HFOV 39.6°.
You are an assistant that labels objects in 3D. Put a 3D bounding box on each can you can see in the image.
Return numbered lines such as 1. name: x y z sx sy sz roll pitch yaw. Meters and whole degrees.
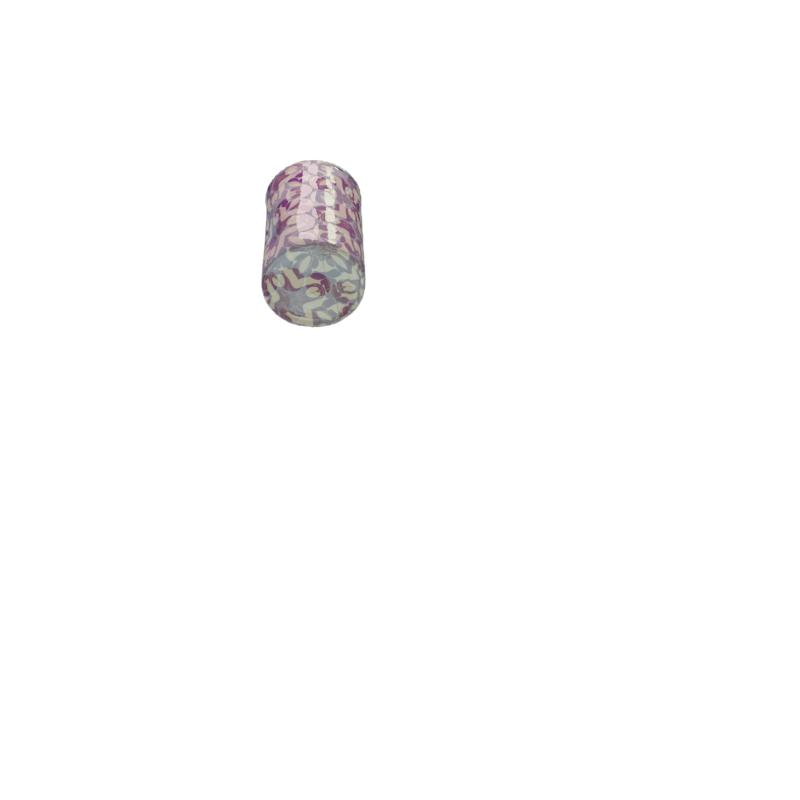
1. can: -0.058 -0.106 0.739 0.068 0.064 0.109 -1 39 -3
